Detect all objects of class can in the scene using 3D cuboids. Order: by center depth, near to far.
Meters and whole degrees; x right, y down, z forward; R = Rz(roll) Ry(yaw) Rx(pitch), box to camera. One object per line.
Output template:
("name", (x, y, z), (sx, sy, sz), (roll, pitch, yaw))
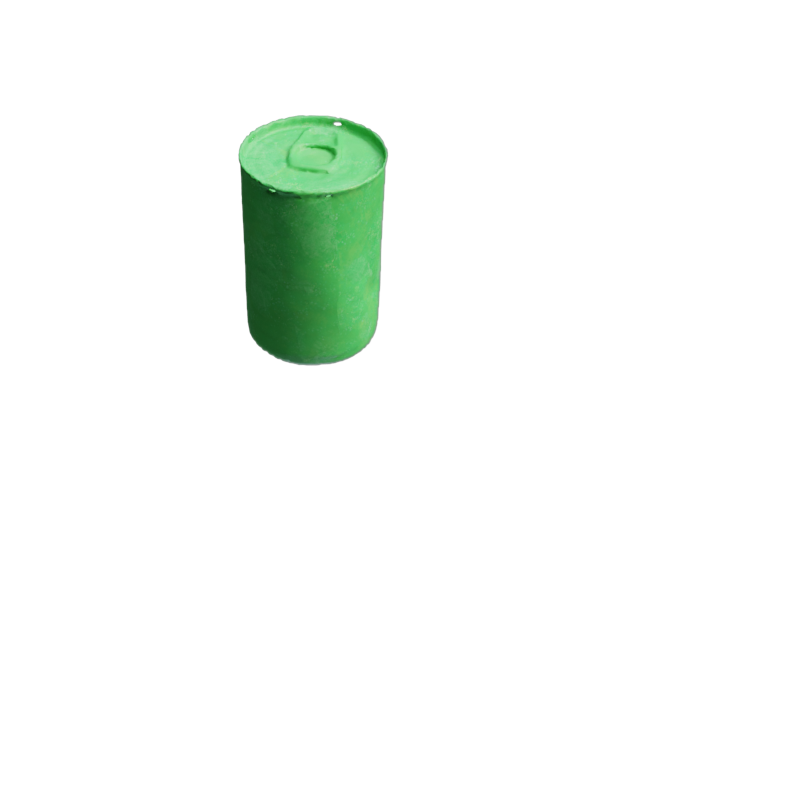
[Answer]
("can", (-0.042, -0.076, 0.531), (0.068, 0.095, 0.073), (0, 40, -3))
